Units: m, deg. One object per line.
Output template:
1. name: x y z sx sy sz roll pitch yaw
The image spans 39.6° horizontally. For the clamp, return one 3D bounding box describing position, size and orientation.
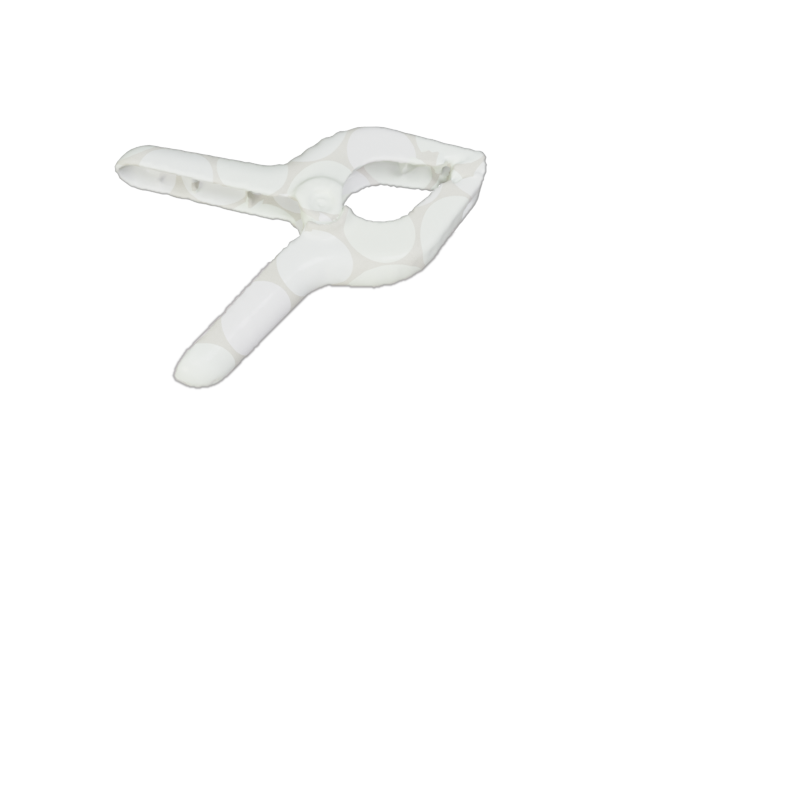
1. clamp: -0.040 -0.072 0.506 0.171 0.126 0.038 -10 -18 -3
